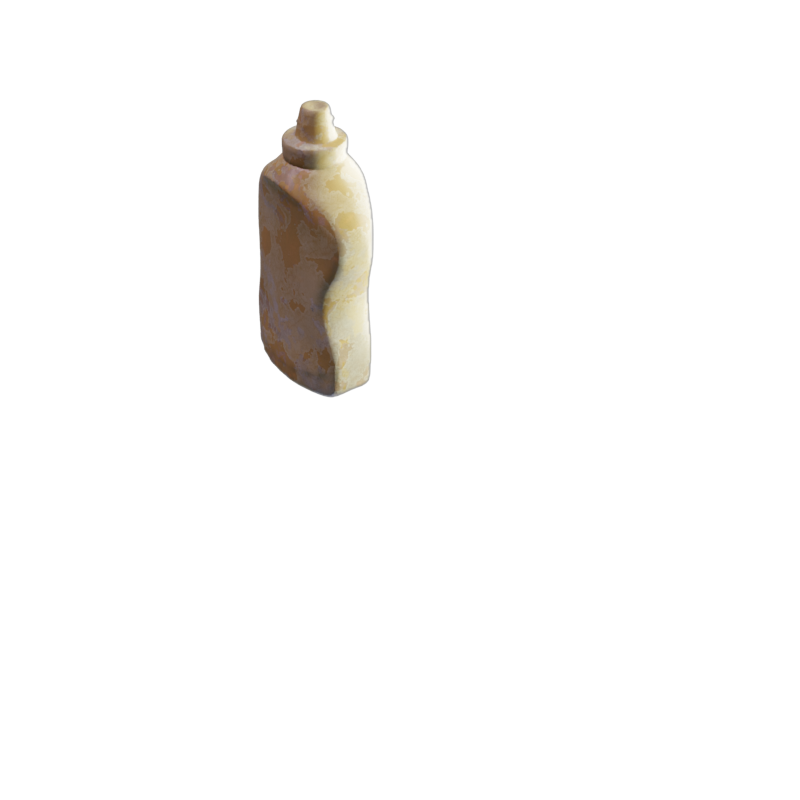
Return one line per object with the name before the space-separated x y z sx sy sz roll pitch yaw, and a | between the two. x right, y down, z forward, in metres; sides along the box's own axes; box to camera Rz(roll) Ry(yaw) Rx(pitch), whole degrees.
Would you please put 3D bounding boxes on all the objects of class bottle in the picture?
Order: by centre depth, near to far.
bottle | -0.056 -0.102 0.716 0.058 0.180 0.104 -18 39 -28
